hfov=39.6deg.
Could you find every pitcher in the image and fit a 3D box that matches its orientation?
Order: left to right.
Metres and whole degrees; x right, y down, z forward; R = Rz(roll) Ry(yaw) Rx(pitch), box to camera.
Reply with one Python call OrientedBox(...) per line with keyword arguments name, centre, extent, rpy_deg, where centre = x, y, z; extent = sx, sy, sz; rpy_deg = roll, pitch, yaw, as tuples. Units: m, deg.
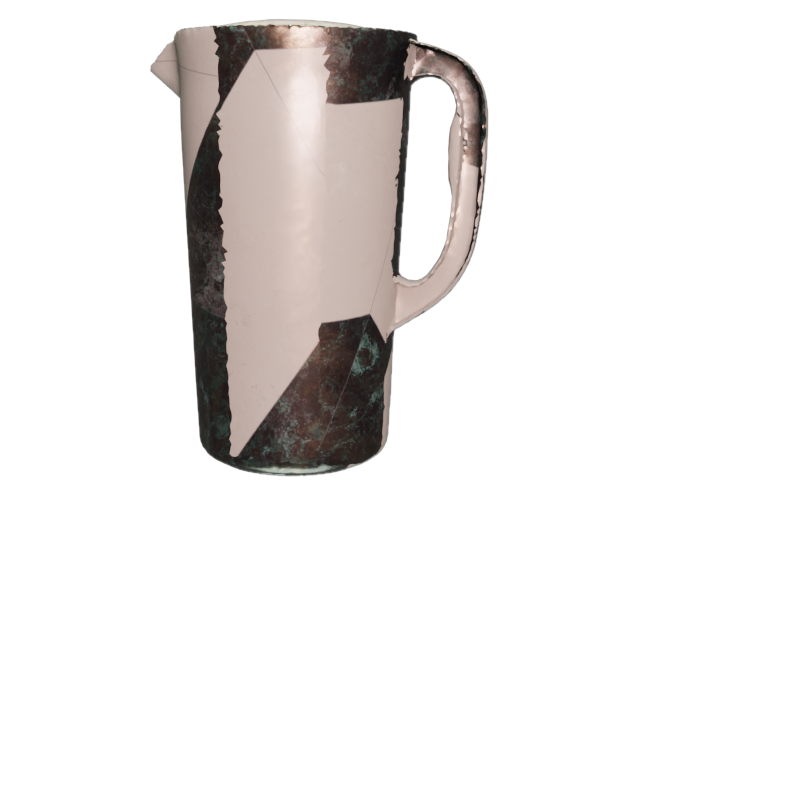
OrientedBox(name="pitcher", centre=(-0.048, -0.088, 0.617), extent=(0.141, 0.238, 0.157), rpy_deg=(-6, 11, -35))
